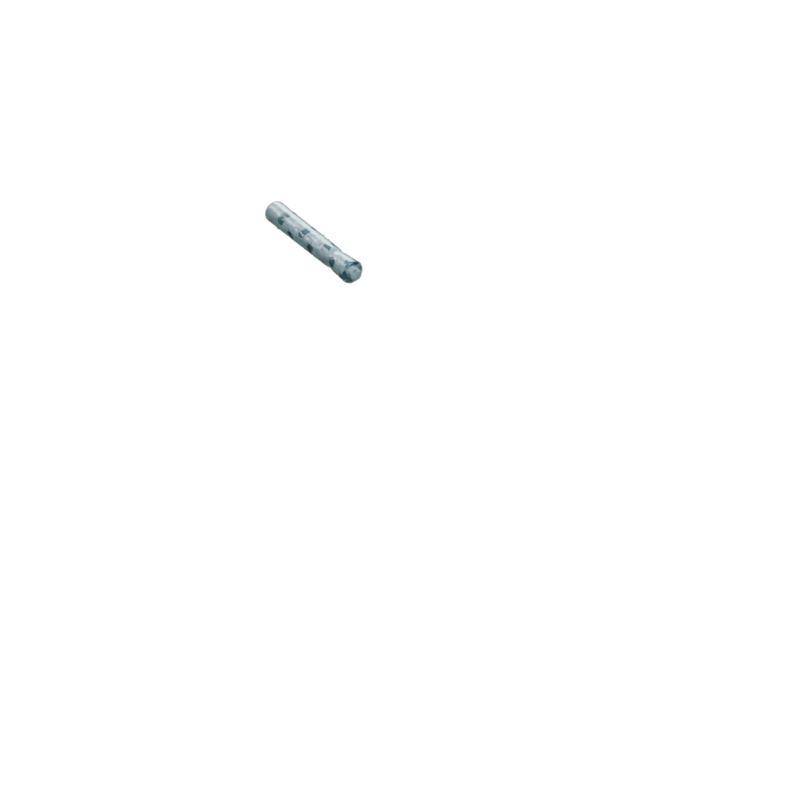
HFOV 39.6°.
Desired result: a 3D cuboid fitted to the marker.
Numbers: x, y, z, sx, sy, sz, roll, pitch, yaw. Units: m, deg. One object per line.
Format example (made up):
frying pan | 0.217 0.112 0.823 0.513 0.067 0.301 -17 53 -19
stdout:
marker | -0.068 -0.124 0.869 0.019 0.019 0.130 -3 31 -37
